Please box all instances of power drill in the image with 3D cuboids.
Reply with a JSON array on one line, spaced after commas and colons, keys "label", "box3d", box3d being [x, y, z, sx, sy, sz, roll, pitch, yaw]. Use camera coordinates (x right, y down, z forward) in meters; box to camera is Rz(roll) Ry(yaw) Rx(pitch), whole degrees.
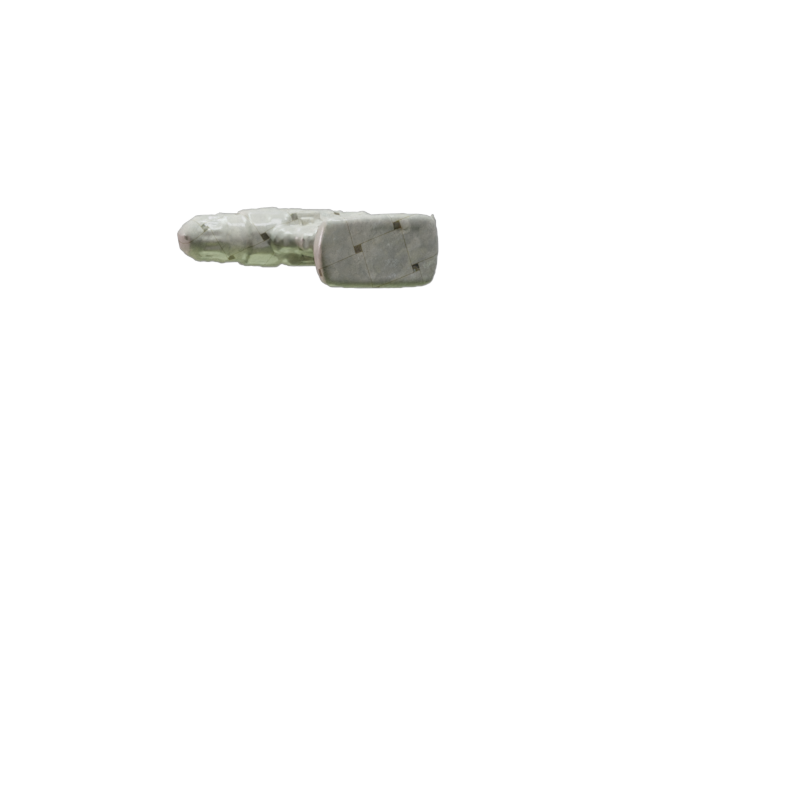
[{"label": "power drill", "box3d": [-0.071, -0.129, 0.905, 0.180, 0.056, 0.197, -7, 15, -26]}]
